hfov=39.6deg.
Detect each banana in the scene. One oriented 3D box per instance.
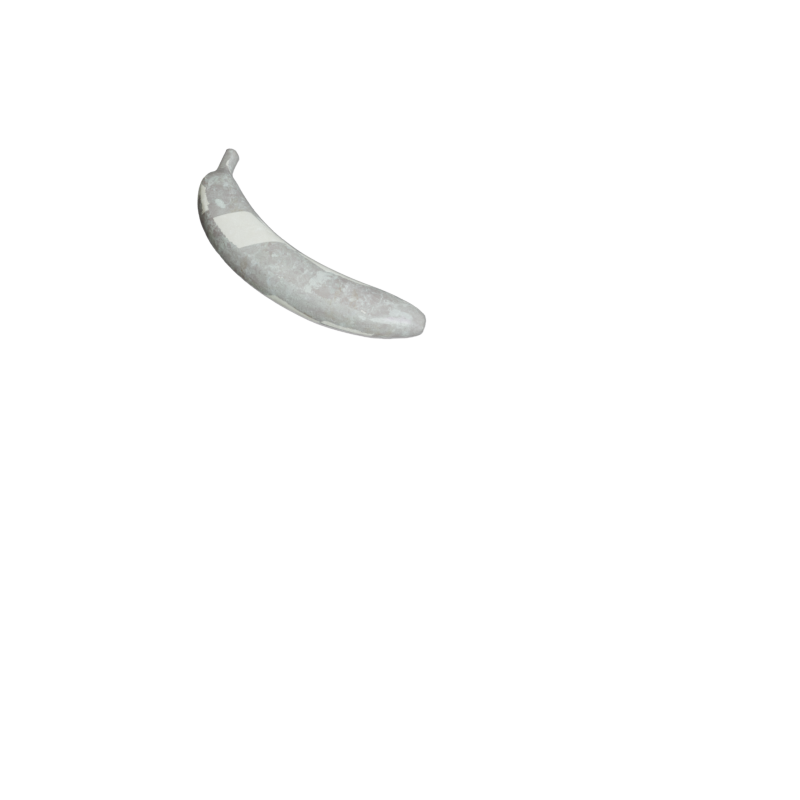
[{"bbox_3d":[-0.074,-0.096,0.734,0.070,0.208,0.034,-39,-22,-19],"label":"banana"}]
